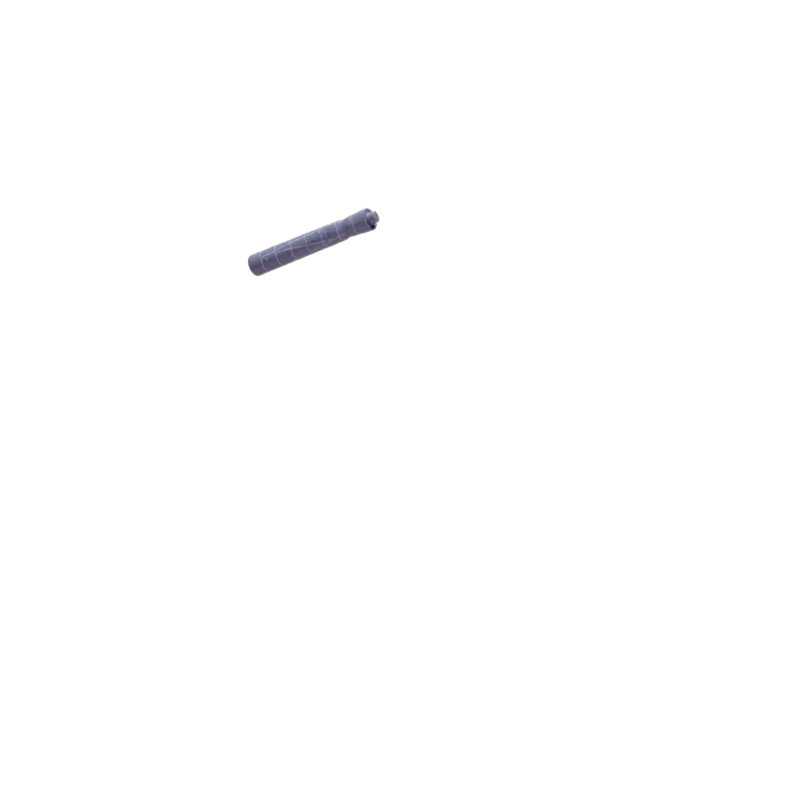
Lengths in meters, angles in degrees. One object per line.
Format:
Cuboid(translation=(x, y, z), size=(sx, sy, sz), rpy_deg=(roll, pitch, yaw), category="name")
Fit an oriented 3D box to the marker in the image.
Cuboid(translation=(-0.070, -0.128, 0.894), size=(0.122, 0.020, 0.019), rpy_deg=(-17, -5, 28), category="marker")
